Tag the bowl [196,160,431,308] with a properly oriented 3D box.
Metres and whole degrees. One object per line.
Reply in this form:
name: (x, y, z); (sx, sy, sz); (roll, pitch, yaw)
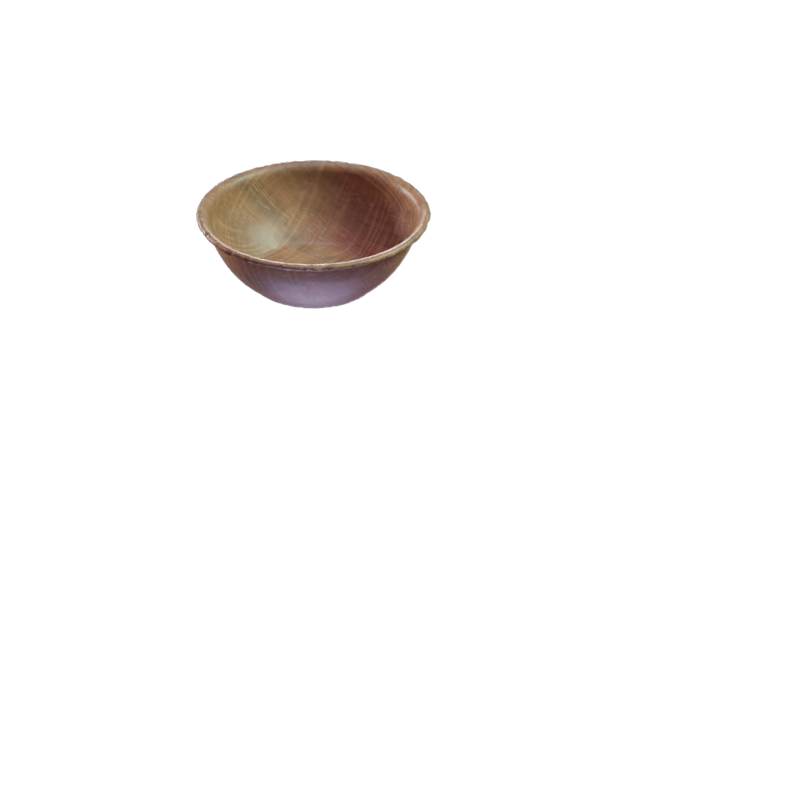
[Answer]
bowl: (-0.061, -0.111, 0.778); (0.162, 0.052, 0.173); (-1, 35, -2)
